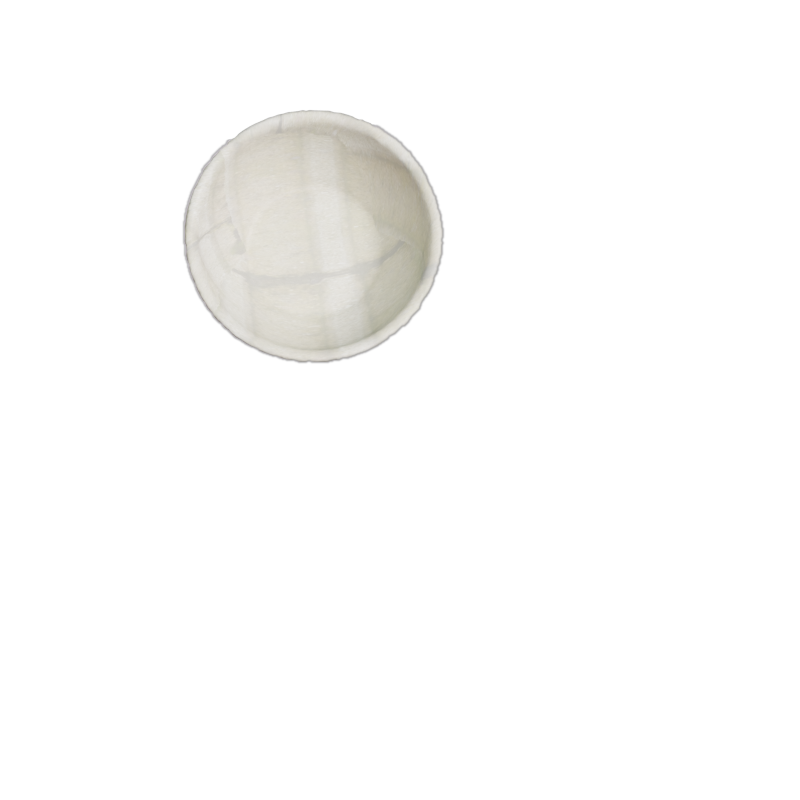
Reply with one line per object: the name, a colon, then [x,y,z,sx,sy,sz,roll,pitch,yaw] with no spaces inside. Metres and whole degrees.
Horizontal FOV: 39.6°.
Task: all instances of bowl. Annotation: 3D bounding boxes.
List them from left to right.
bowl: [-0.056,-0.102,0.716,0.162,0.167,0.053,0,-11,-1]
